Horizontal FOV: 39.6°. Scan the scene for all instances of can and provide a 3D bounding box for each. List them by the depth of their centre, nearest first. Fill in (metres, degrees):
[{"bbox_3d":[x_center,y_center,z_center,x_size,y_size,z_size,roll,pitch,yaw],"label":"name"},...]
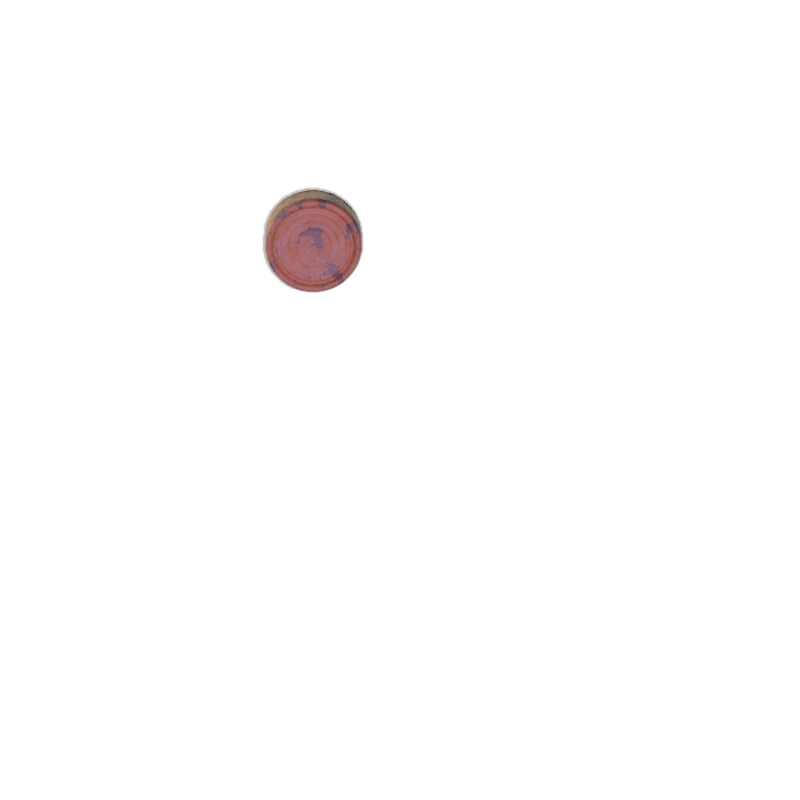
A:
[{"bbox_3d":[-0.075,-0.137,0.962,0.086,0.082,0.035,0,19,-1],"label":"can"}]
